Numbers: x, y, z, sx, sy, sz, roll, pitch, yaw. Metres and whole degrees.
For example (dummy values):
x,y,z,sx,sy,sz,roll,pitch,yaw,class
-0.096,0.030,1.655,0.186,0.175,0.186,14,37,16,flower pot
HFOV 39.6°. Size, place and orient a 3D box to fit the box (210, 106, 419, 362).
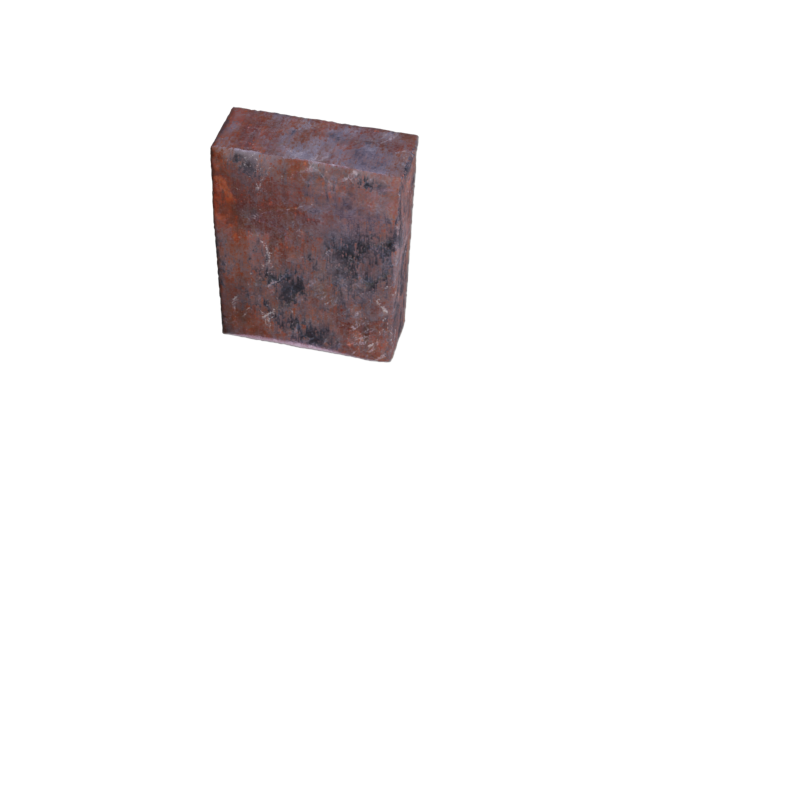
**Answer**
x,y,z,sx,sy,sz,roll,pitch,yaw,class
-0.076,-0.138,0.967,0.167,0.199,0.076,12,44,9,box
